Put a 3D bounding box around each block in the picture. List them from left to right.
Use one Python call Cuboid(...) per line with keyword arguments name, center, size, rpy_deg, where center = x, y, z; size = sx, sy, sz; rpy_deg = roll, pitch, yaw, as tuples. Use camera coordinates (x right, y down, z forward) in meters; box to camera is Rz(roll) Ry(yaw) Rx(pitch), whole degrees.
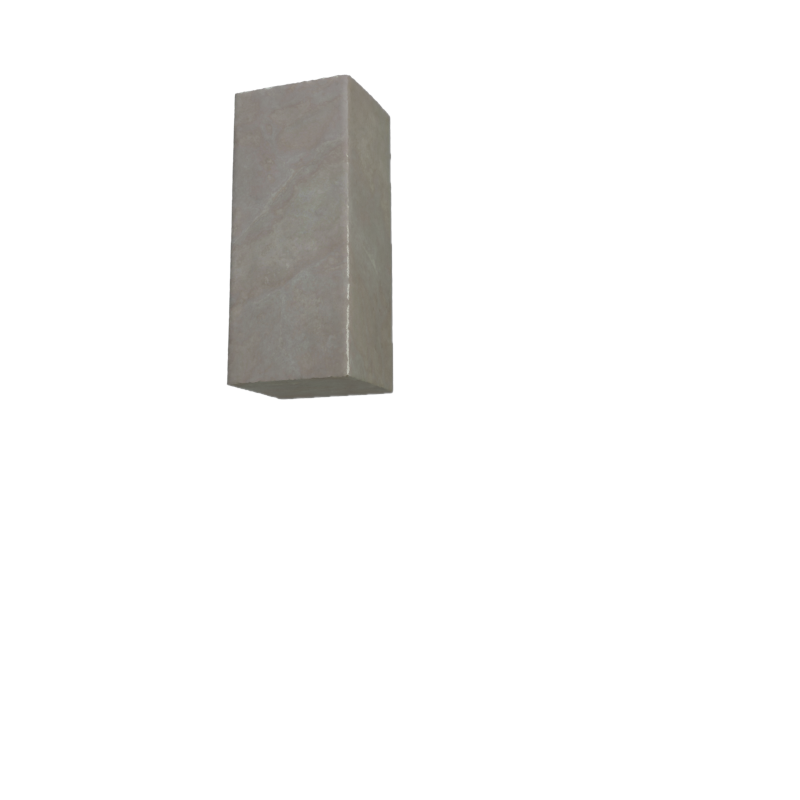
Cuboid(name="block", center=(-0.060, -0.111, 0.776), size=(0.093, 0.213, 0.085), rpy_deg=(-6, -15, 20))
